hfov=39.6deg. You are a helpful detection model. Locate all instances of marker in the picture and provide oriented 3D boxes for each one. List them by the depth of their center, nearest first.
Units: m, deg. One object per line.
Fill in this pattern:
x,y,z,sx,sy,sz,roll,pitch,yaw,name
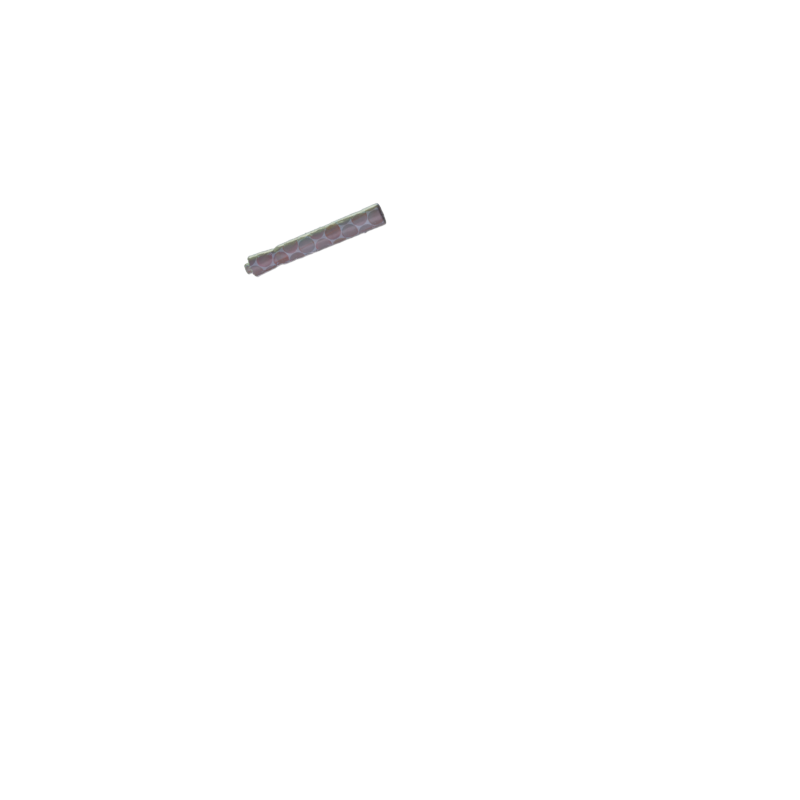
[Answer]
-0.070,-0.128,0.896,0.121,0.020,0.020,-21,0,11,marker
